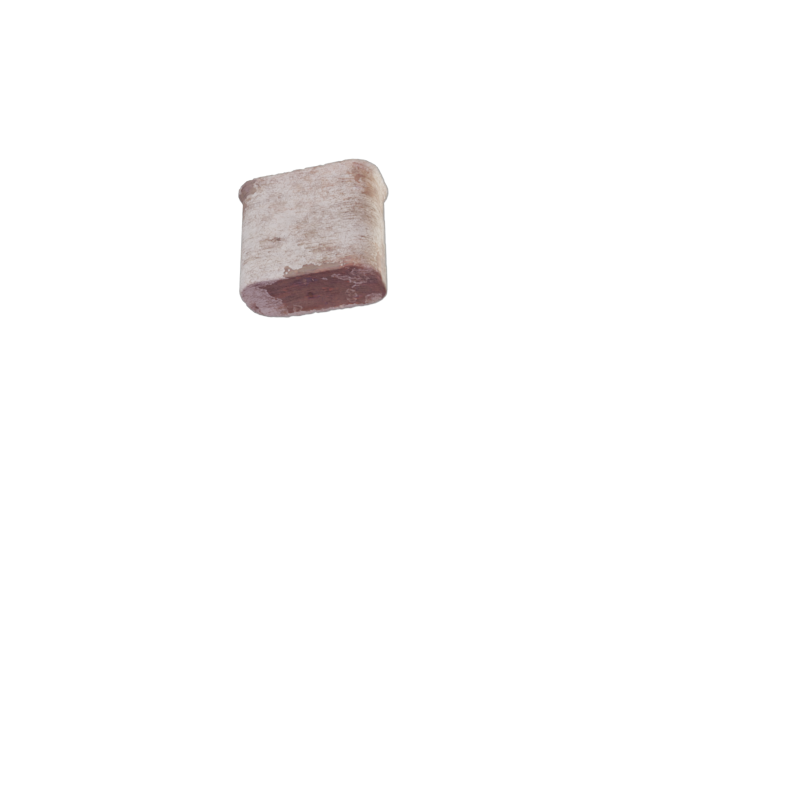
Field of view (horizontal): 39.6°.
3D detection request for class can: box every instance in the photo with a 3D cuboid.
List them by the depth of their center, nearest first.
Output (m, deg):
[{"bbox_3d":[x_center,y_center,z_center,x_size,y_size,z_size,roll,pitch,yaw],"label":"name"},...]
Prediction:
[{"bbox_3d":[-0.059,-0.107,0.748,0.103,0.089,0.053,-9,-31,14],"label":"can"}]
